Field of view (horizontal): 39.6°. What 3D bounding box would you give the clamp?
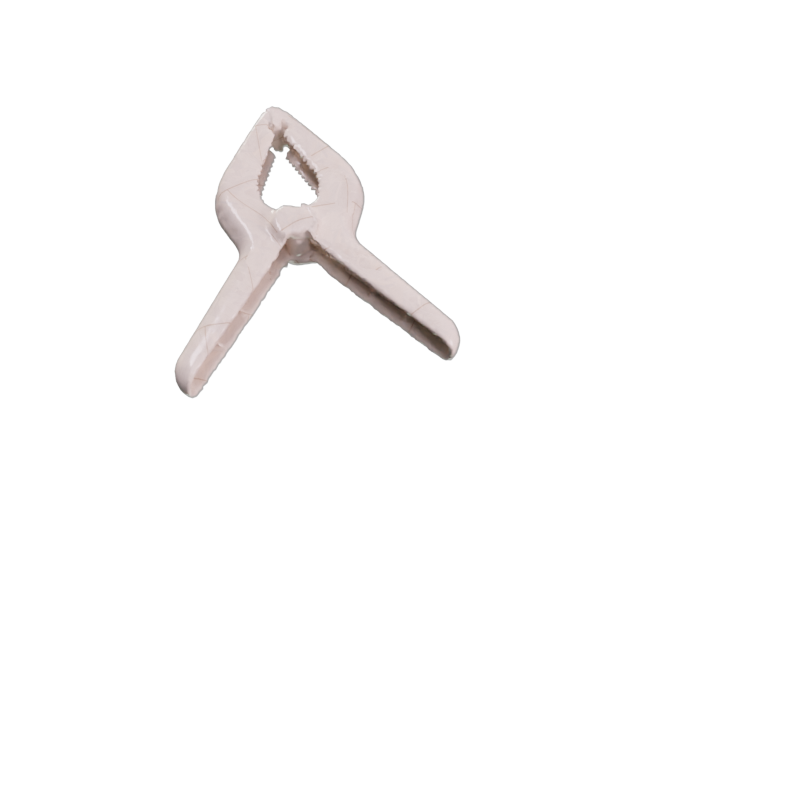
[{"bbox_3d":[-0.054,-0.098,0.689,0.164,0.225,0.034,-3,-35,-2],"label":"clamp"}]
